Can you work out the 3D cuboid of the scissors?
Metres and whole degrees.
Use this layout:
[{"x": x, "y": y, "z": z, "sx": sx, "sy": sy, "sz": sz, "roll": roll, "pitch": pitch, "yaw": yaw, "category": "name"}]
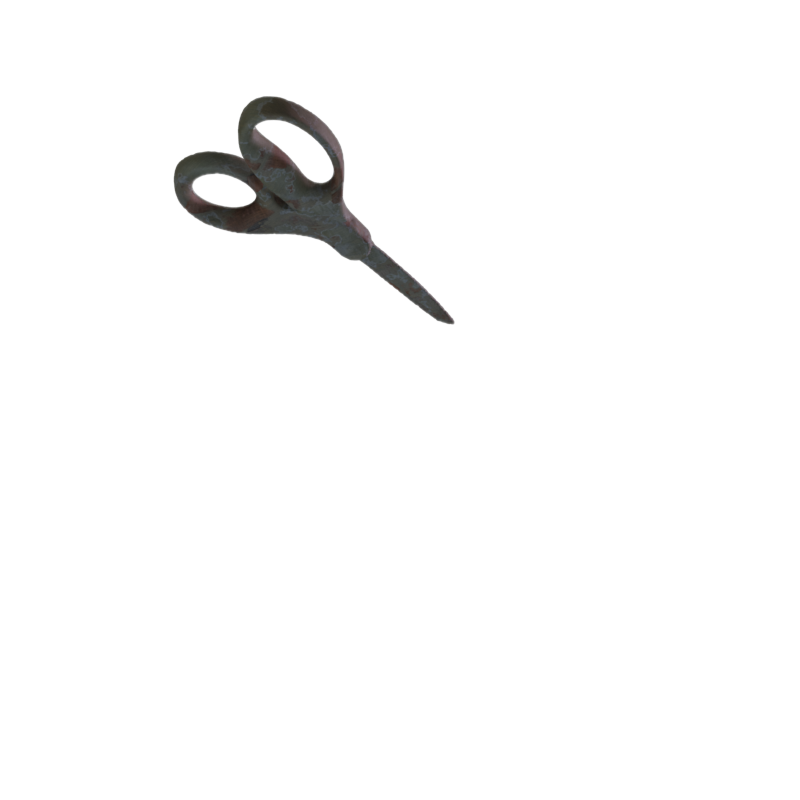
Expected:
[{"x": -0.046, "y": -0.085, "z": 0.592, "sx": 0.097, "sy": 0.017, "sz": 0.186, "roll": -13, "pitch": -37, "yaw": 17, "category": "scissors"}]
